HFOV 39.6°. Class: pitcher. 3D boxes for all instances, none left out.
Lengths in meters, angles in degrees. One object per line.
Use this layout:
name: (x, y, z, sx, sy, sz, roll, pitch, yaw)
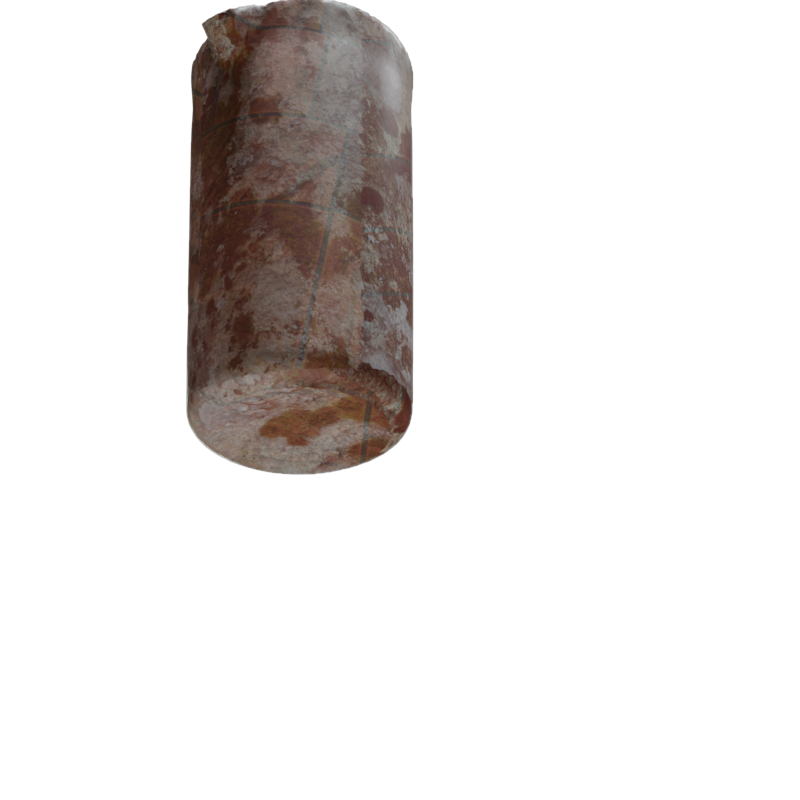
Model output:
pitcher: (-0.047, -0.086, 0.602, 0.147, 0.260, 0.138, 6, -35, -12)
